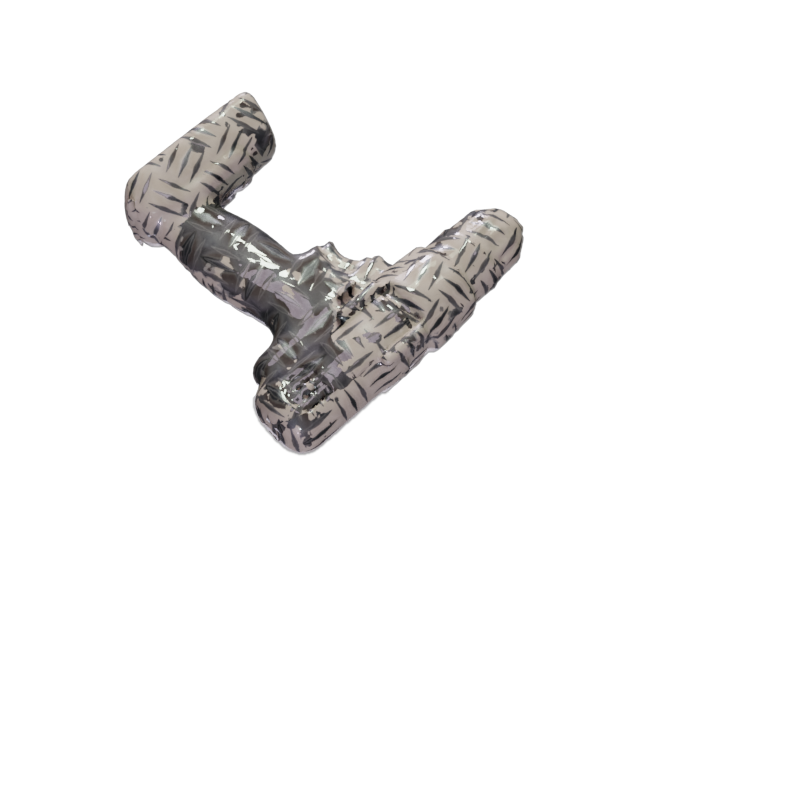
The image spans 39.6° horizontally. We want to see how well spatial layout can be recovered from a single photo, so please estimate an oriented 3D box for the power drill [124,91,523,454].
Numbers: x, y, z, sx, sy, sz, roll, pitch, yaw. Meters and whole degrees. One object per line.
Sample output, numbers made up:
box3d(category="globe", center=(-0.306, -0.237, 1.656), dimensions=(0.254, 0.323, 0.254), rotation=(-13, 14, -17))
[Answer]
box3d(category="power drill", center=(-0.049, -0.089, 0.626), dimensions=(0.186, 0.197, 0.054), rotation=(-41, -21, -19))
